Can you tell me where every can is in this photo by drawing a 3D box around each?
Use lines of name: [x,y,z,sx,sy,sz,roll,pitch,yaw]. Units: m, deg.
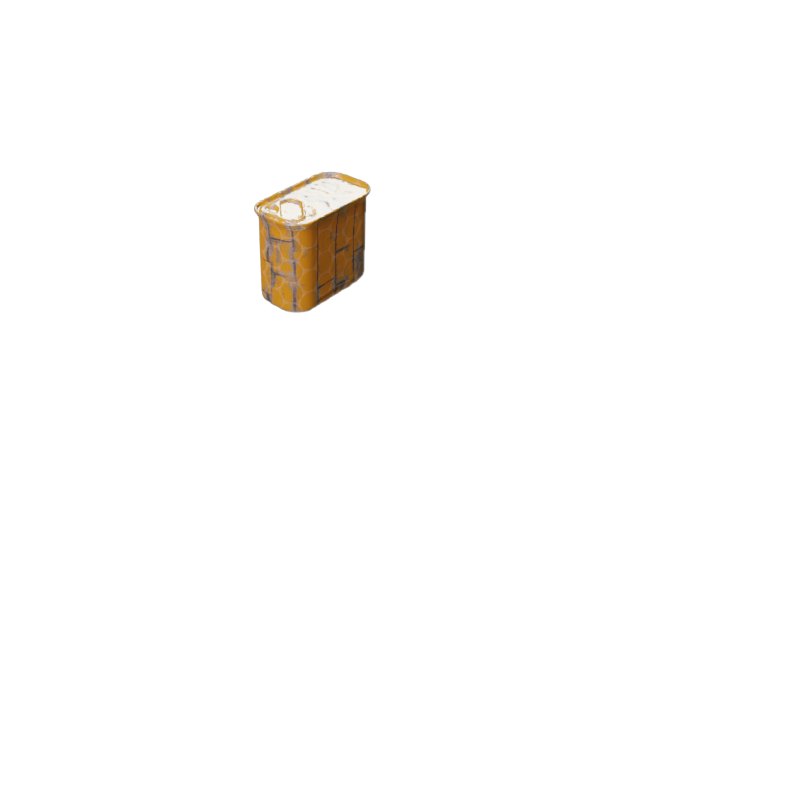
can: [-0.072,-0.132,0.921,0.061,0.079,0.102,24,39,31]
